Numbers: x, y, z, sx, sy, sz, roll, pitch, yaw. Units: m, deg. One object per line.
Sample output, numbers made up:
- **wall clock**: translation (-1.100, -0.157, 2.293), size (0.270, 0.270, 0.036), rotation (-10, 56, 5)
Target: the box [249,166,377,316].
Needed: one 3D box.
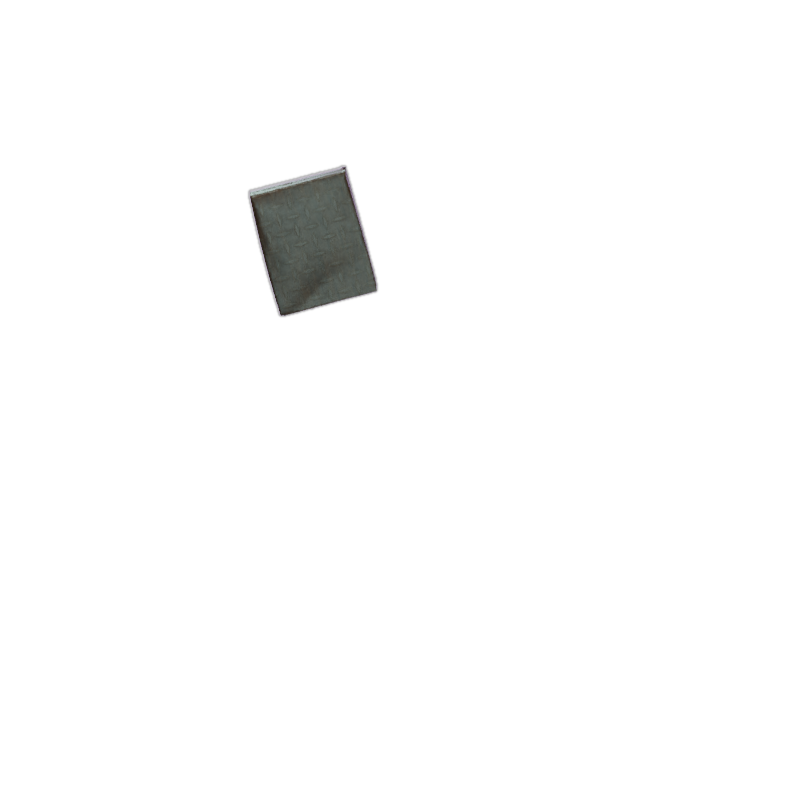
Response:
- **box**: translation (-0.076, -0.138, 0.965), size (0.090, 0.110, 0.040), rotation (-14, 12, 2)
